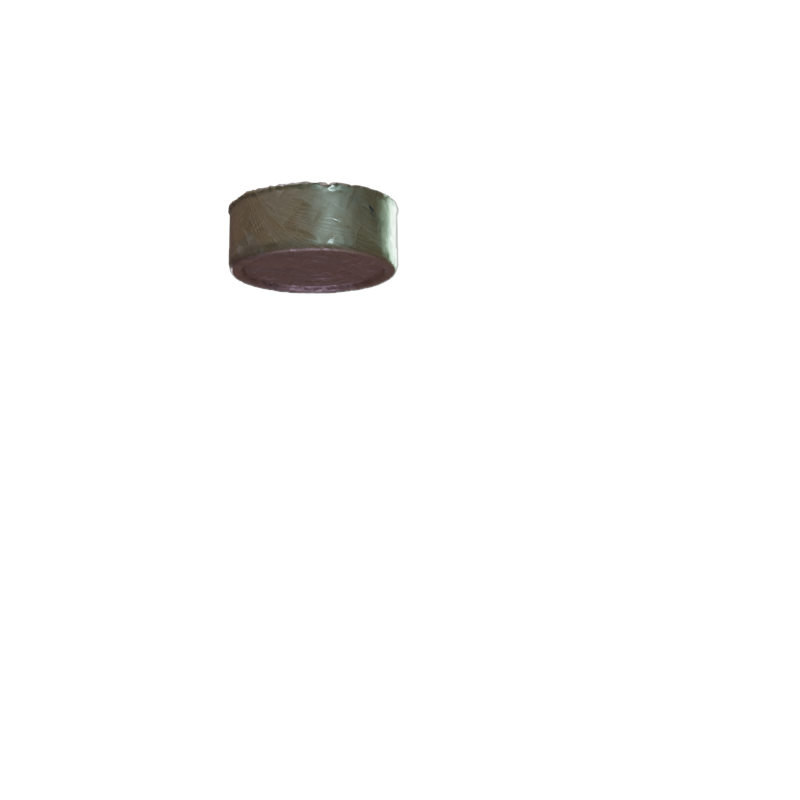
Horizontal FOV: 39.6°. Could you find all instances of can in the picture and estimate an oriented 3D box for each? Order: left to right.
[{"bbox_3d":[-0.043,-0.079,0.554,0.086,0.035,0.083,0,-11,-2],"label":"can"}]
